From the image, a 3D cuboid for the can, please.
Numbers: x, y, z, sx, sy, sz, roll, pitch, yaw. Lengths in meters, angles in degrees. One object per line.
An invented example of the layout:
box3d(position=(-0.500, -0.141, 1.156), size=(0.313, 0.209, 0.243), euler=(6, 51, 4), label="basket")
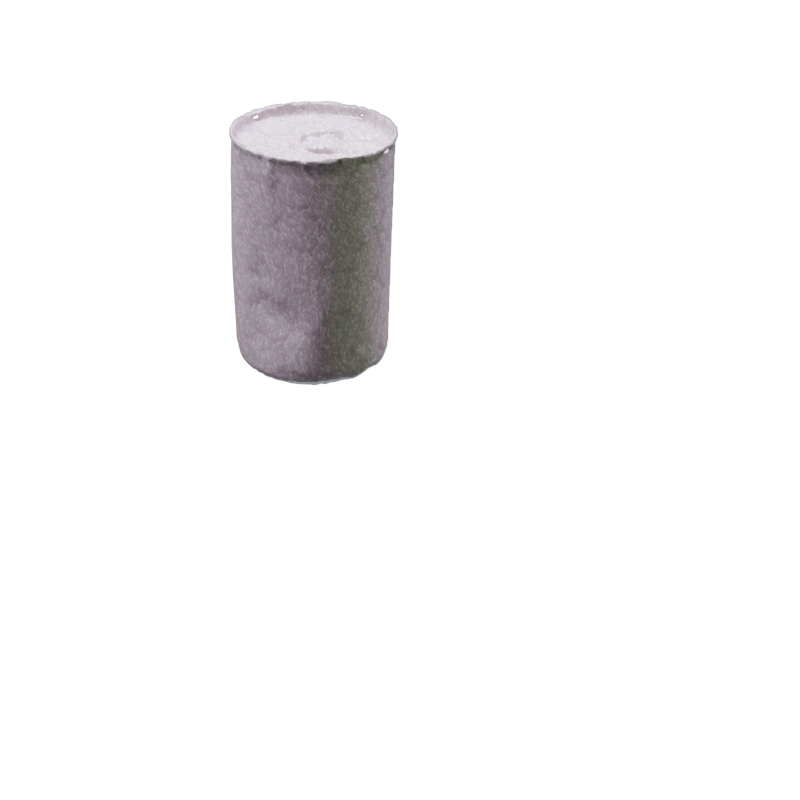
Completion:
box3d(position=(-0.037, -0.067, 0.467), size=(0.068, 0.096, 0.073), euler=(0, 29, -2), label="can")
